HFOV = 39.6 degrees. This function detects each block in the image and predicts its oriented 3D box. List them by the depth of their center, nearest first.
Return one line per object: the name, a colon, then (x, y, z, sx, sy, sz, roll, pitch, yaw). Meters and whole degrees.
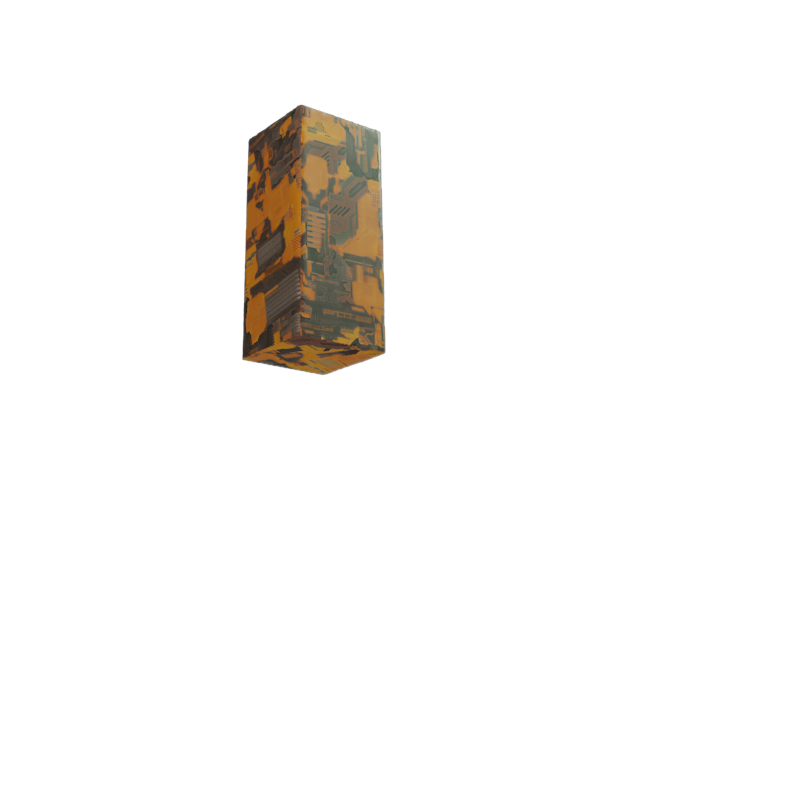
block: (-0.075, -0.137, 0.962, 0.086, 0.216, 0.090, 14, -25, -36)
